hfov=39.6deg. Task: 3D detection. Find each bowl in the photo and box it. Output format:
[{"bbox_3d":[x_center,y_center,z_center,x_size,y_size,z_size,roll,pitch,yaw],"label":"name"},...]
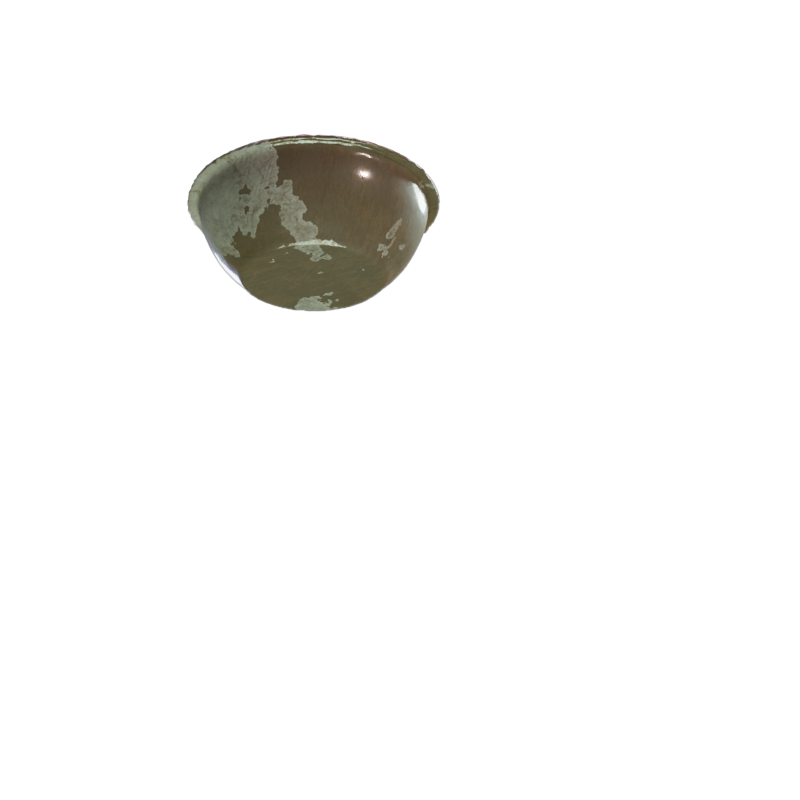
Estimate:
[{"bbox_3d":[-0.055,-0.100,0.700,0.162,0.058,0.153,1,-24,-2],"label":"bowl"}]
